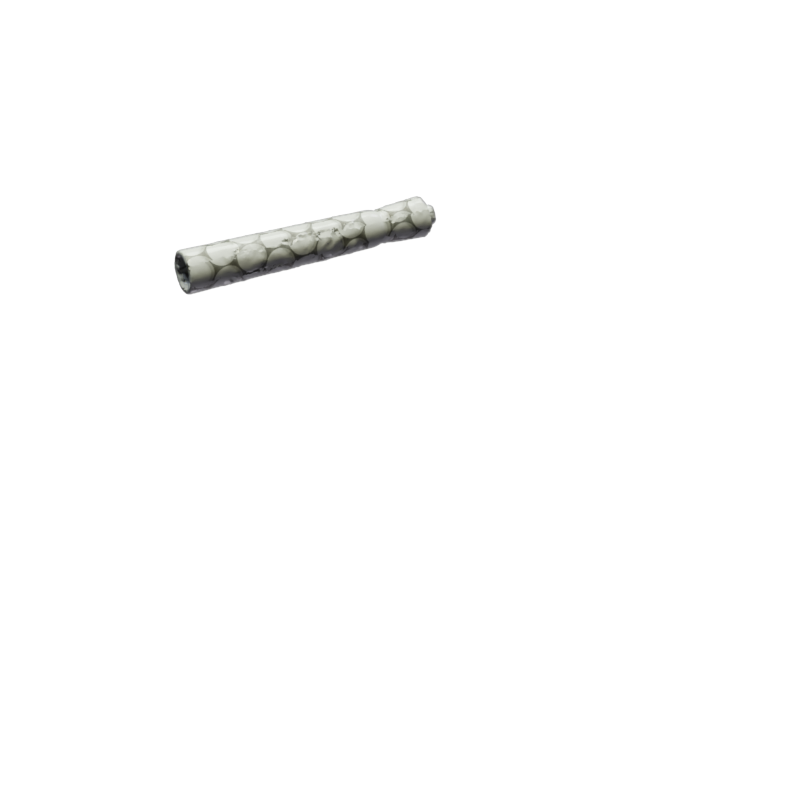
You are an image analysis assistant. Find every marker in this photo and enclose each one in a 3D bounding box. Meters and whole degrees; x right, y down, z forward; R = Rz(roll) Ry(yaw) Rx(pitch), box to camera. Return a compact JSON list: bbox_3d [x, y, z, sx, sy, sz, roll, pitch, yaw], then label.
[{"bbox_3d":[-0.037,-0.068,0.476,0.119,0.019,0.020,-17,12,-25],"label":"marker"}]
